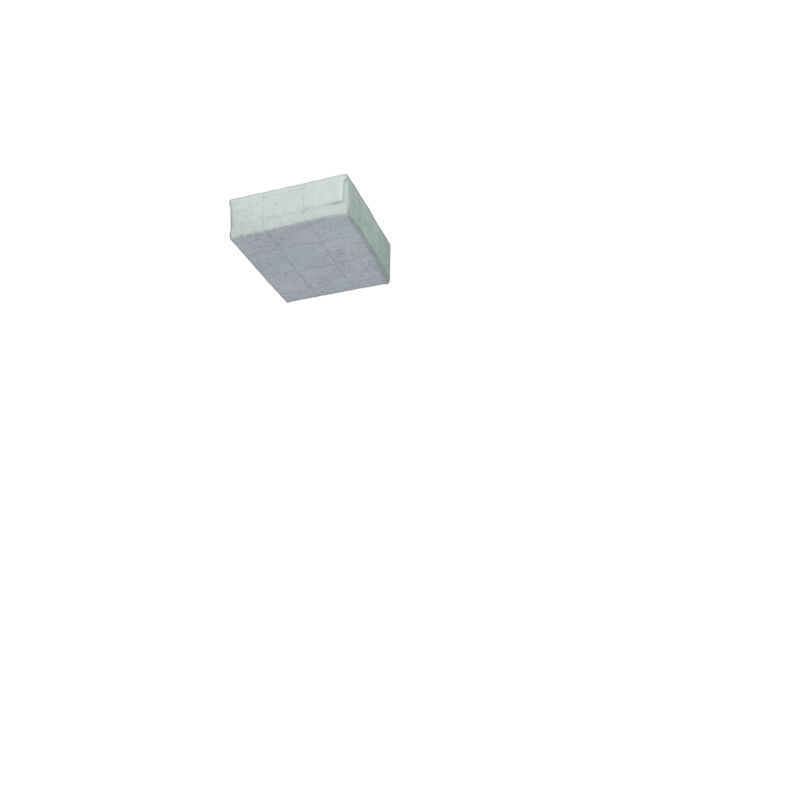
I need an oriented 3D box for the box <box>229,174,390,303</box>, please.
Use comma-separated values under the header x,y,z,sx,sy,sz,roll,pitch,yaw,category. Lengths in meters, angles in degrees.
x,y,z,sx,sy,sz,roll,pitch,yaw,category
-0.064,-0.117,0.817,0.091,0.041,0.105,-8,-27,16,box
